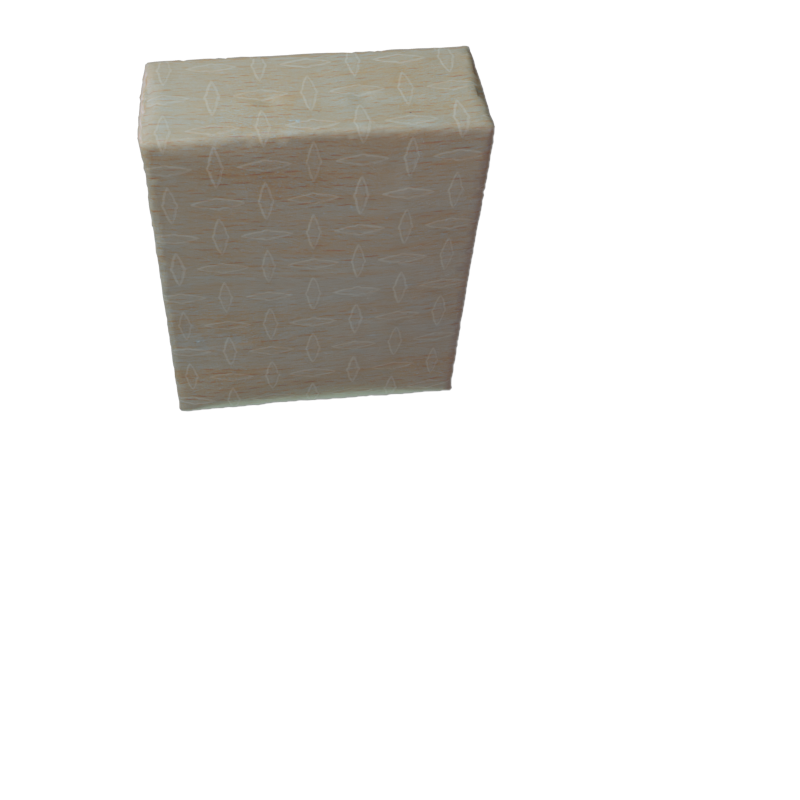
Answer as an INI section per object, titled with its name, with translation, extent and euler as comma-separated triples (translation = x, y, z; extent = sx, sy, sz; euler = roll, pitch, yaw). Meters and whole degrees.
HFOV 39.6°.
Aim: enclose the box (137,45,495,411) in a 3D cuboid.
[box]
translation = -0.047, -0.085, 0.598
extent = 0.163, 0.077, 0.199
euler = -3, -38, -5
